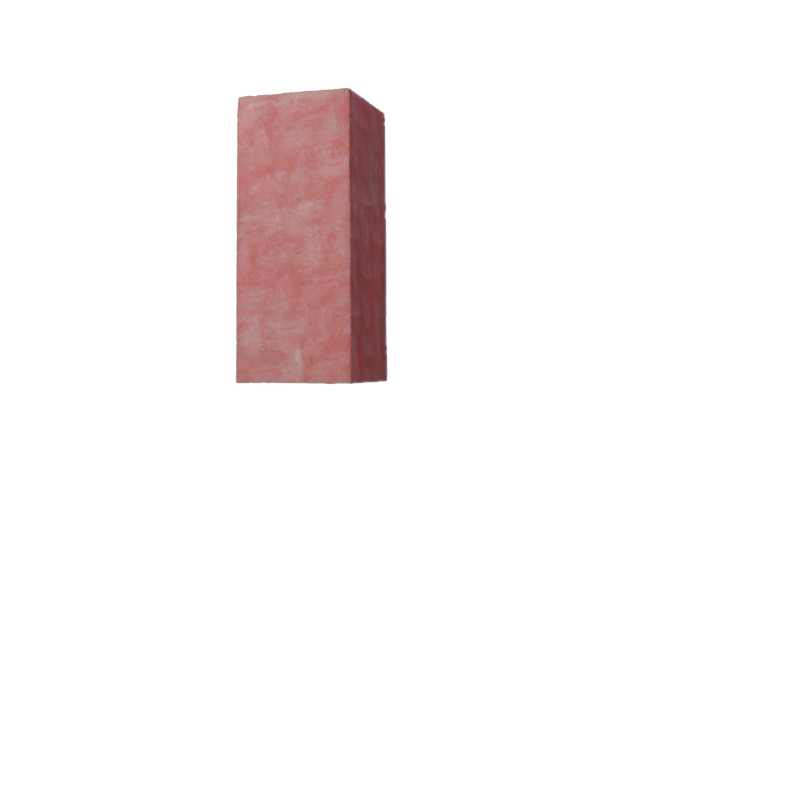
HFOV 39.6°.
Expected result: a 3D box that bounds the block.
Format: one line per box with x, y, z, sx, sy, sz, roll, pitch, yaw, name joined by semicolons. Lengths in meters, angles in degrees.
-0.065;-0.117;0.820;0.092;0.209;0.088;-2;-5;18;block
